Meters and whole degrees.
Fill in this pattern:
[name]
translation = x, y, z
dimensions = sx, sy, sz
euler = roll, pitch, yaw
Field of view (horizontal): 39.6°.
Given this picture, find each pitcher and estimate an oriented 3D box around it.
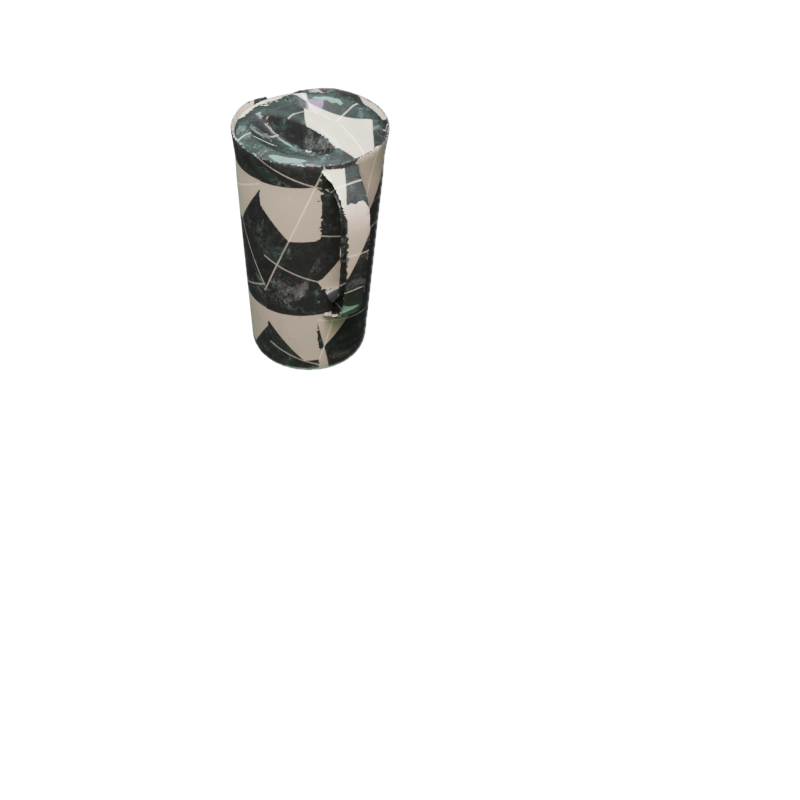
[pitcher]
translation = -0.077, -0.141, 0.985
dimensions = 0.149, 0.227, 0.155
euler = 14, 41, 14
